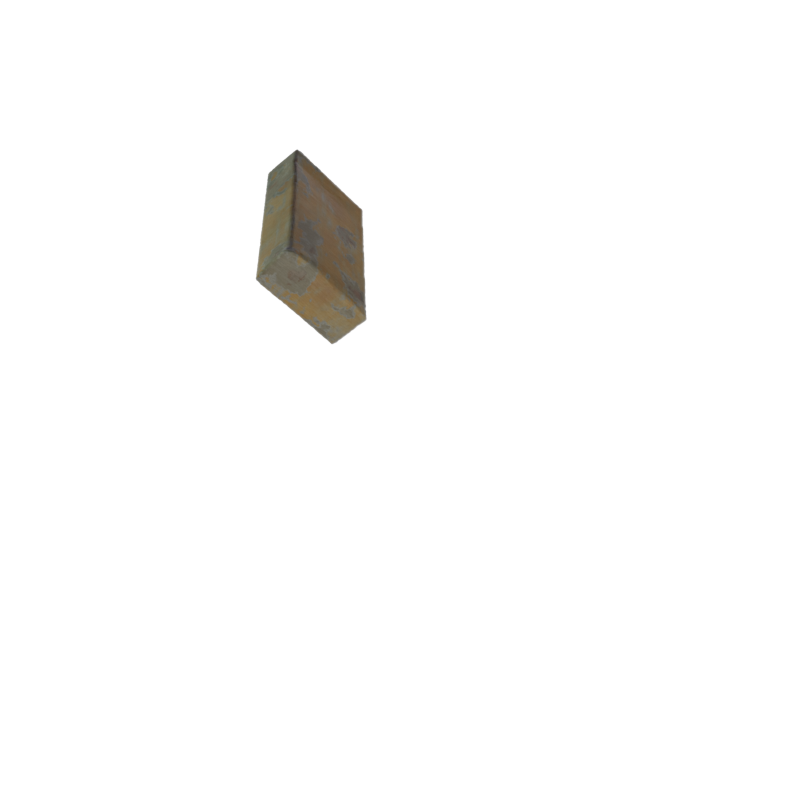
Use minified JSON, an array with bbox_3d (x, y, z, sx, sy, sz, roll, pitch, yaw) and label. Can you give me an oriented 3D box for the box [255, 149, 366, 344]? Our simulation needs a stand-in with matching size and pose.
[{"bbox_3d":[-0.075,-0.137,0.959,0.088,0.048,0.188,40,24,-26],"label":"box"}]
